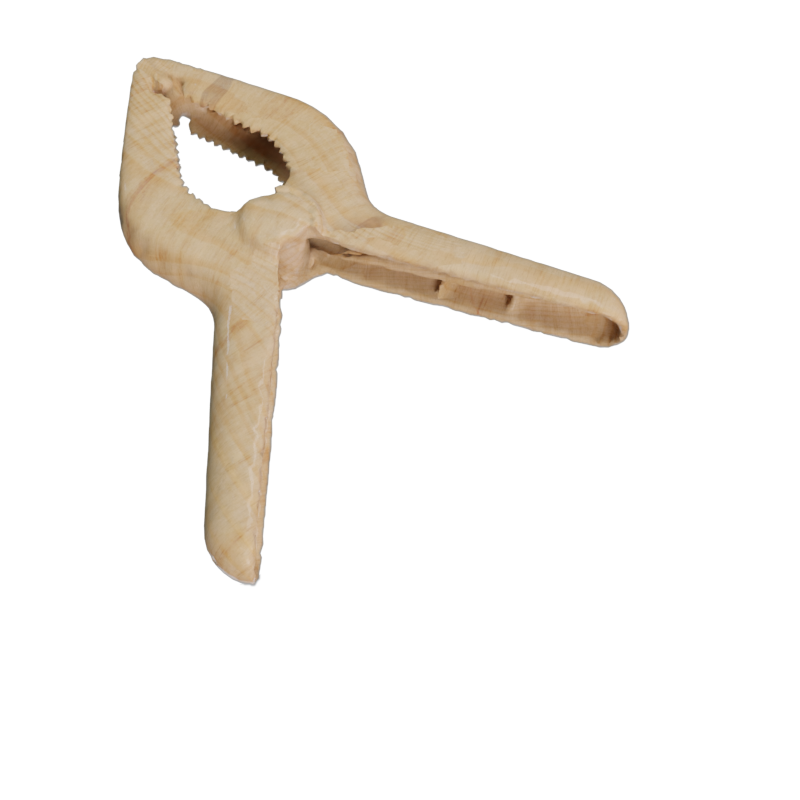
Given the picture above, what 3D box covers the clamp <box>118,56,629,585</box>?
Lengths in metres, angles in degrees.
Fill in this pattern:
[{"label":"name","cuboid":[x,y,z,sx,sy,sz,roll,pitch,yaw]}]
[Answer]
[{"label":"clamp","cuboid":[-0.032,-0.058,0.410,0.164,0.225,0.034,-24,-31,-15]}]
